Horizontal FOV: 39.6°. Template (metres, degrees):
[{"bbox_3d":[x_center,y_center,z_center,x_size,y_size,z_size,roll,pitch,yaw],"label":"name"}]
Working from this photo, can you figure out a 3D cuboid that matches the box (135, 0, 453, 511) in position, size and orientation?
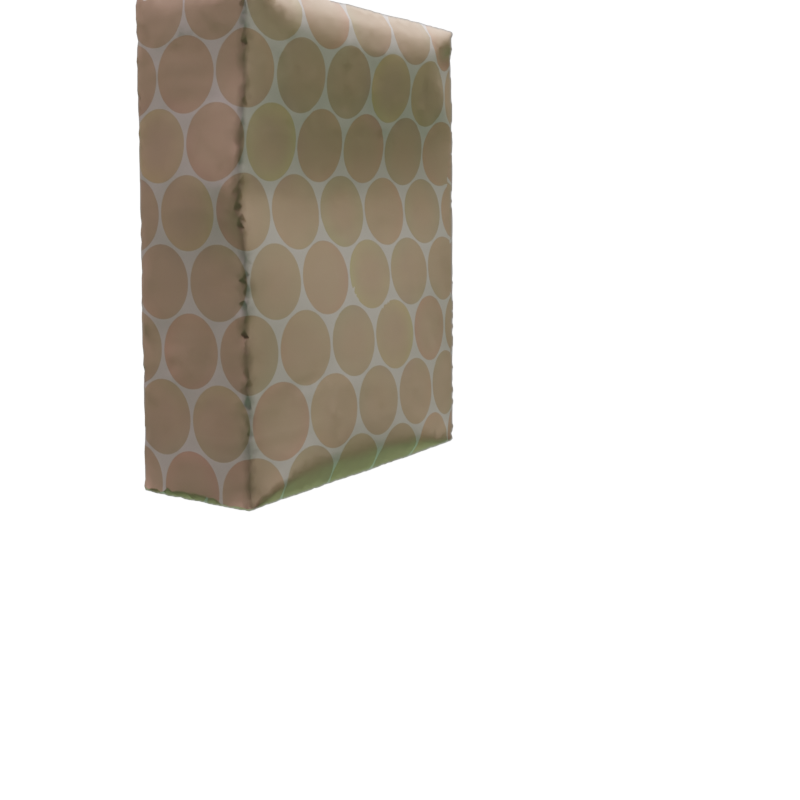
[{"bbox_3d":[-0.040,-0.074,0.516,0.075,0.213,0.159,2,4,35],"label":"box"}]
